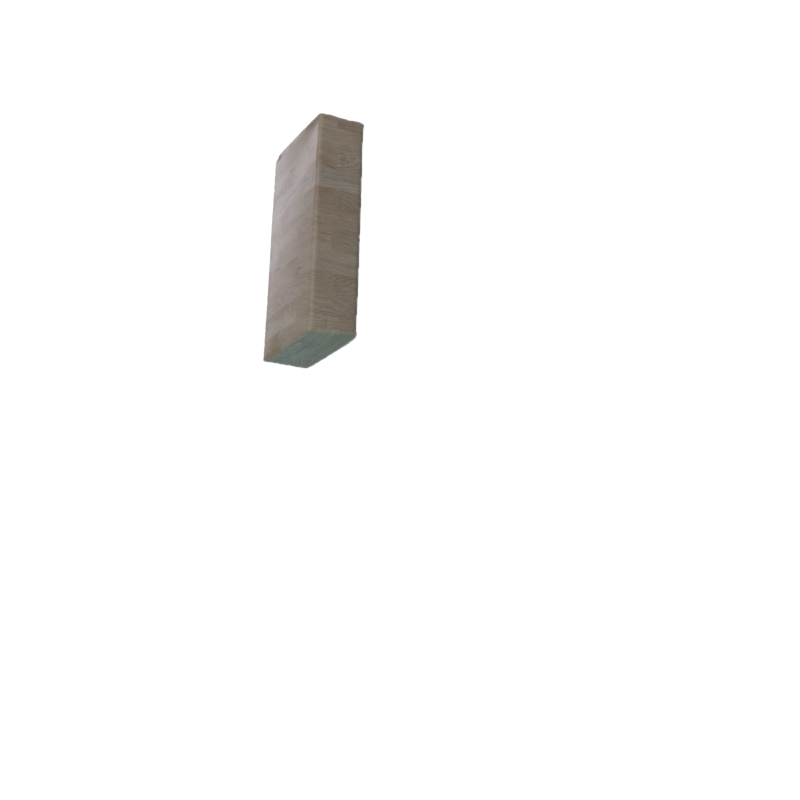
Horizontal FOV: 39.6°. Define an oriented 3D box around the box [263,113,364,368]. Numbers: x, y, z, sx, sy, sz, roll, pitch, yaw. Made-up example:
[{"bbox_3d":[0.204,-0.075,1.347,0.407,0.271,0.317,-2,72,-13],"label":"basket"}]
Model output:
[{"bbox_3d":[-0.067,-0.122,0.856,0.046,0.185,0.092,9,-23,-26],"label":"box"}]
